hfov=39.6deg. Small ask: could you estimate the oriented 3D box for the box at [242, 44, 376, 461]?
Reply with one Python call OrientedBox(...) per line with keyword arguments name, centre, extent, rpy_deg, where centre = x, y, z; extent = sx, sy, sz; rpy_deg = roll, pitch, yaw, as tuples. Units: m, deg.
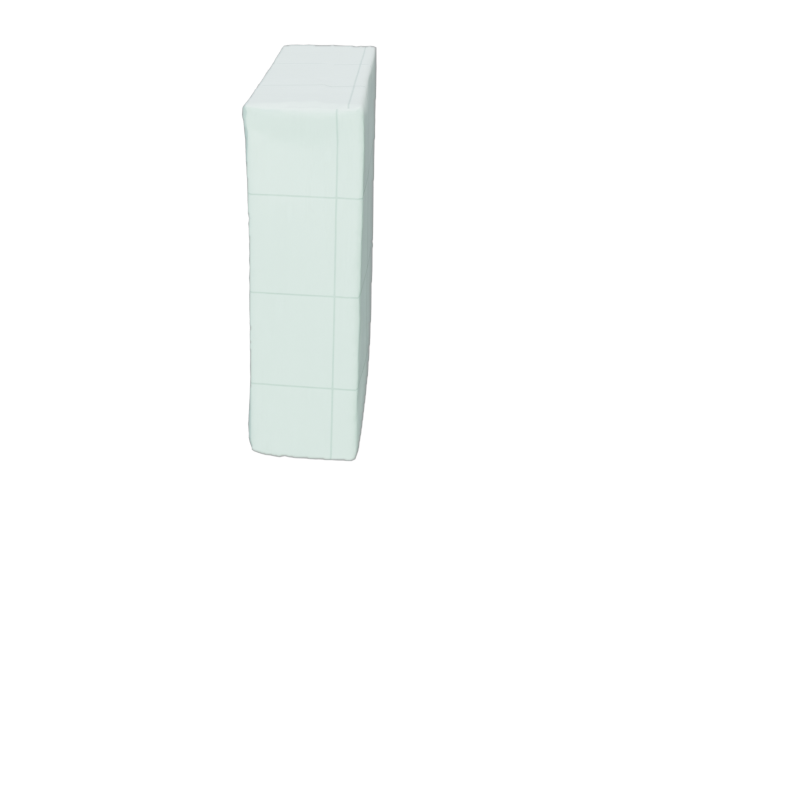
OrientedBox(name="box", centre=(-0.053, -0.097, 0.682), extent=(0.072, 0.203, 0.172), rpy_deg=(2, 24, 1))
